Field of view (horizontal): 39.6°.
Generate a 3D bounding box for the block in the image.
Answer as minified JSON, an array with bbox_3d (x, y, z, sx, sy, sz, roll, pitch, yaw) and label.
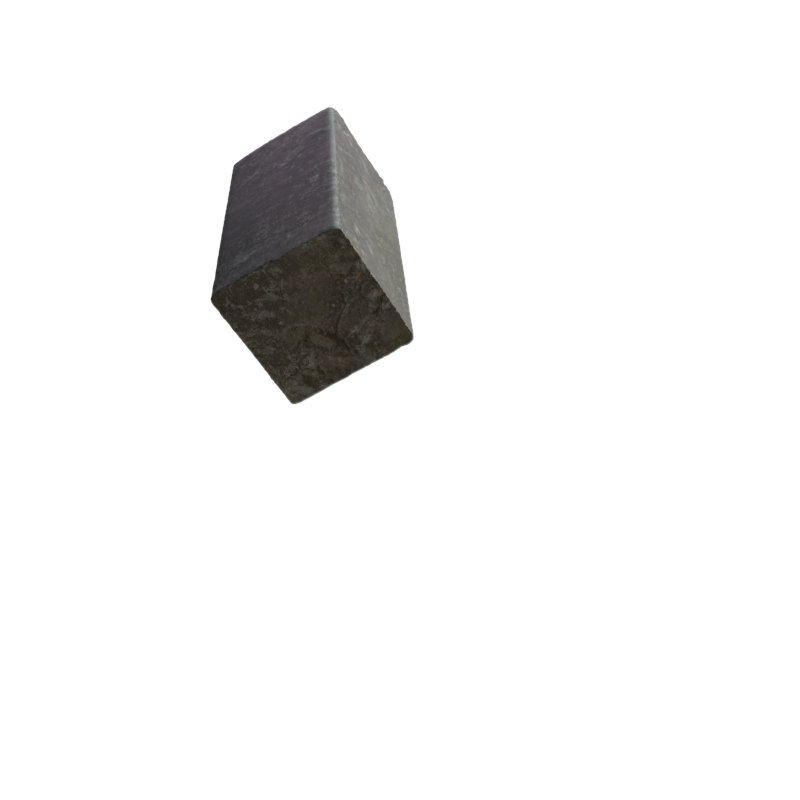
[{"bbox_3d":[-0.057,-0.106,0.736,0.090,0.085,0.219,-29,29,13],"label":"block"}]
